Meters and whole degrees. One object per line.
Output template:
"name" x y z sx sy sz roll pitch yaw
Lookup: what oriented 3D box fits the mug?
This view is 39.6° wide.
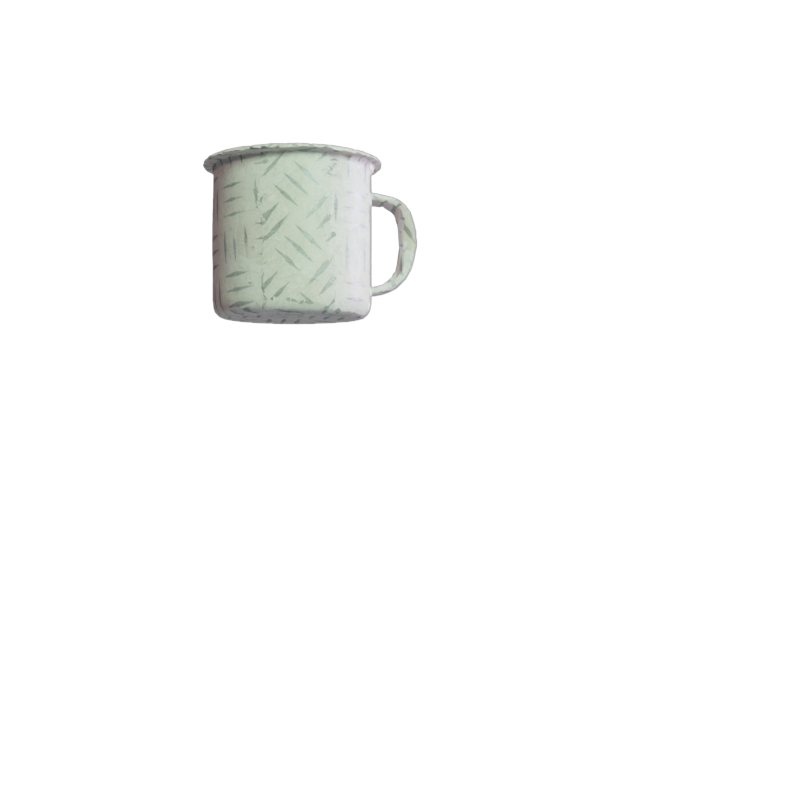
"mug" -0.045 -0.082 0.577 0.113 0.083 0.095 2 -5 -27
